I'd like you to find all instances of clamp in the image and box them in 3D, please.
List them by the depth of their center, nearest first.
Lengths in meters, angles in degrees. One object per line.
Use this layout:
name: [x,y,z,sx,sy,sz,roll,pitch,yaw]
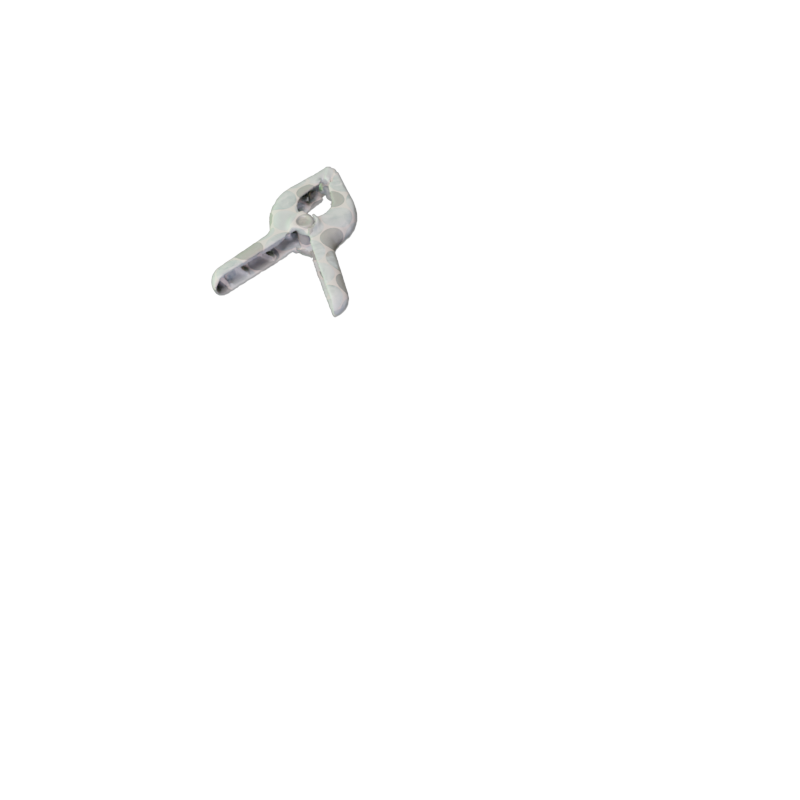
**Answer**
clamp: [-0.077,-0.140,0.978,0.124,0.178,0.037,20,-36,15]
